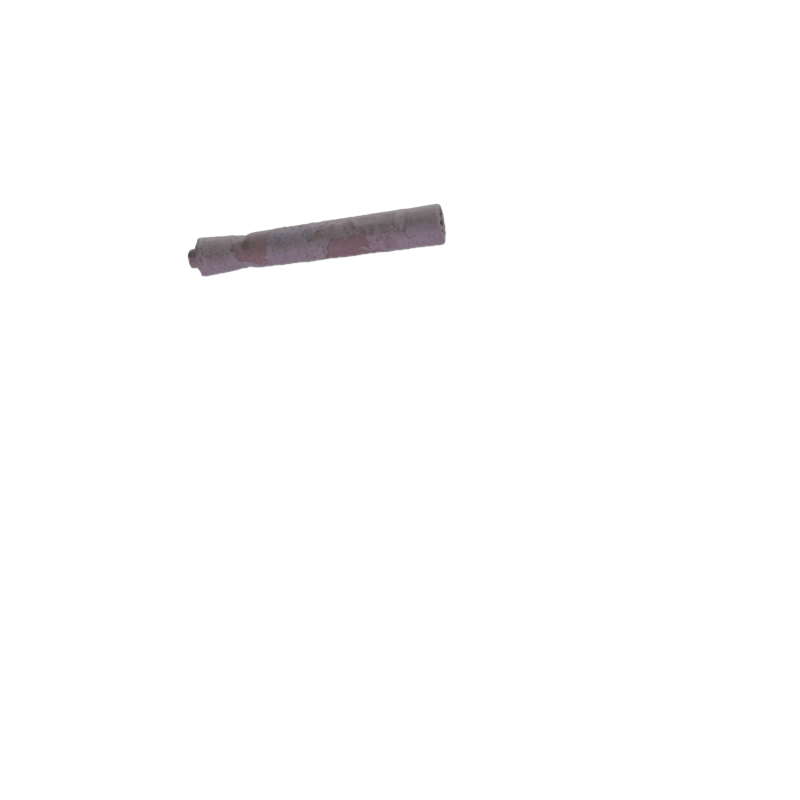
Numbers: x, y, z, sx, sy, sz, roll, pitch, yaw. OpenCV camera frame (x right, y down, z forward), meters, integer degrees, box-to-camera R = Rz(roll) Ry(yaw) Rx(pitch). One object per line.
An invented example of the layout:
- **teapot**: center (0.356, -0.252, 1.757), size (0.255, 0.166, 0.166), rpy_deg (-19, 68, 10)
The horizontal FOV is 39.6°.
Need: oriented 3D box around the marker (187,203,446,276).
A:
- **marker**: center (-0.040, -0.073, 0.513), size (0.122, 0.020, 0.019), rpy_deg (-6, 3, 14)
